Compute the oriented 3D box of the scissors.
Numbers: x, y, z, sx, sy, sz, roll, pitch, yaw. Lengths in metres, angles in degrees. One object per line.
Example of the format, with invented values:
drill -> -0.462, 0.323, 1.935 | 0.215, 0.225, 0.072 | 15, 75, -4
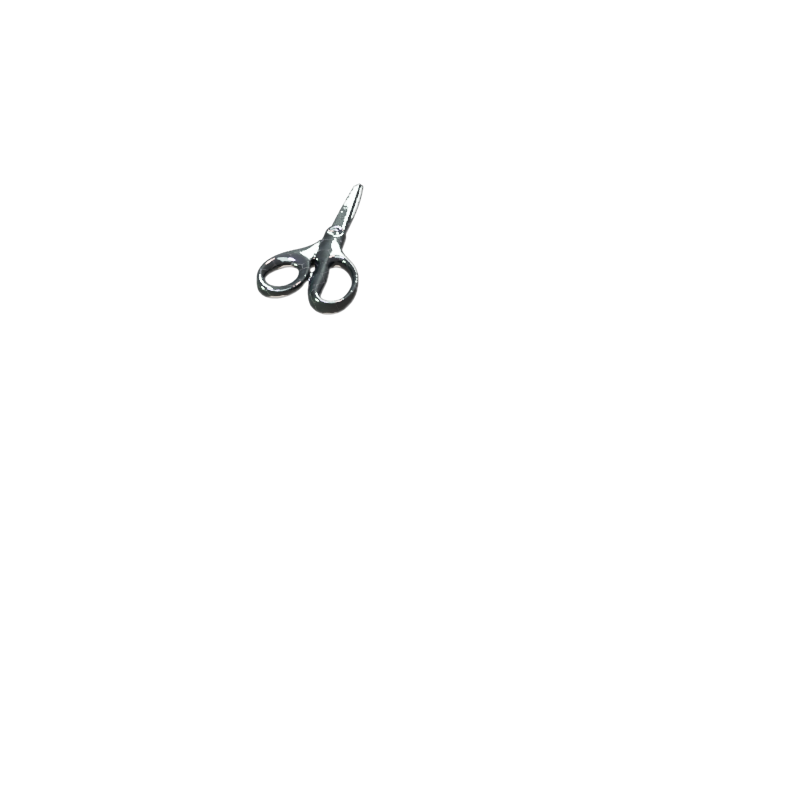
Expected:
scissors -> -0.078, -0.142, 0.995 | 0.096, 0.015, 0.216 | -2, 39, -2
